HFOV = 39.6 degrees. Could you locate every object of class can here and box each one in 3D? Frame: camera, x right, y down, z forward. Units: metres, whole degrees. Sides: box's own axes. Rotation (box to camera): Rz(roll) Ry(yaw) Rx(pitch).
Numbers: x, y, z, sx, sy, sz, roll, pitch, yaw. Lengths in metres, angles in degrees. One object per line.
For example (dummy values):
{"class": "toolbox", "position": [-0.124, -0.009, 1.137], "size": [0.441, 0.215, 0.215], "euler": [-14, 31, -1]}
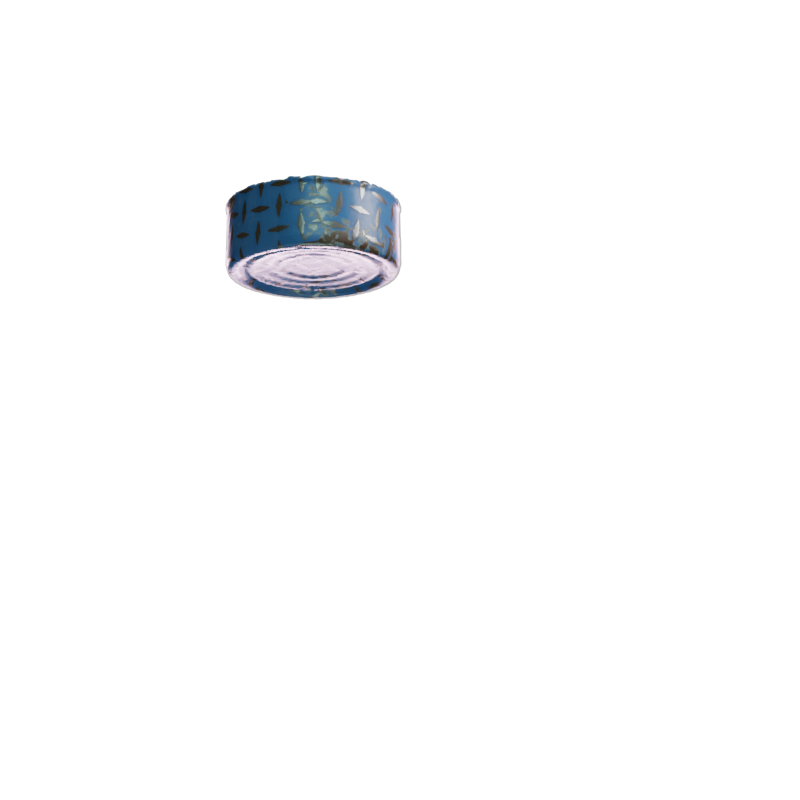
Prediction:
{"class": "can", "position": [-0.042, -0.077, 0.536], "size": [0.086, 0.035, 0.083], "euler": [0, -14, -2]}
